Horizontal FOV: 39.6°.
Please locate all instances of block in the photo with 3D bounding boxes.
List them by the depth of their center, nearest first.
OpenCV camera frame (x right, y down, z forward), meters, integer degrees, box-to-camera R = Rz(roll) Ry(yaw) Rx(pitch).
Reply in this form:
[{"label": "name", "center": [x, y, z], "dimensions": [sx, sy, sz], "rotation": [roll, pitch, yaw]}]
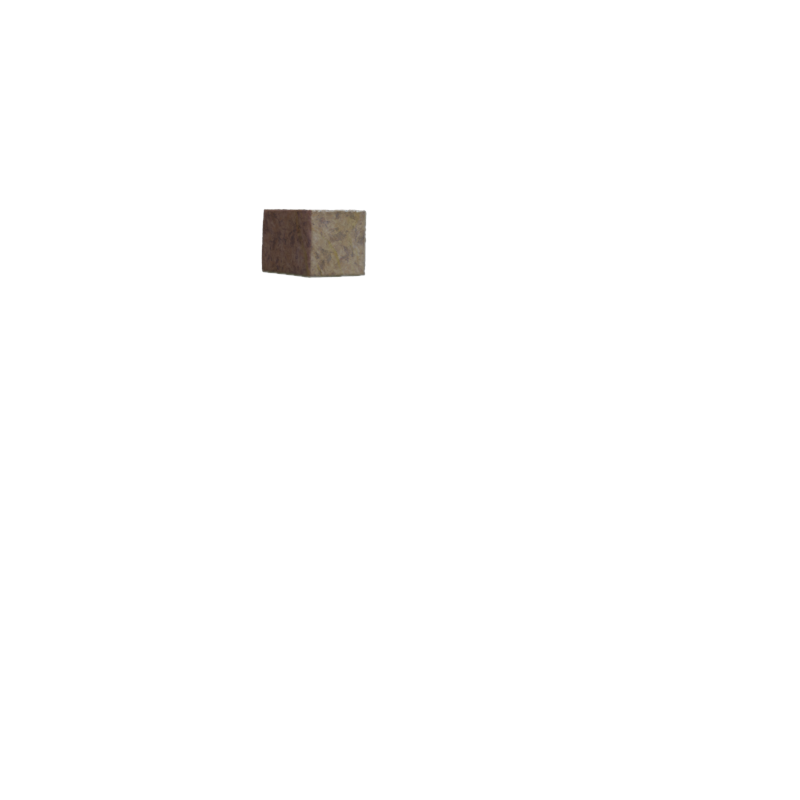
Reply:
[{"label": "block", "center": [-0.068, -0.124, 0.867], "dimensions": [0.051, 0.051, 0.081], "rotation": [-4, 8, -33]}]
